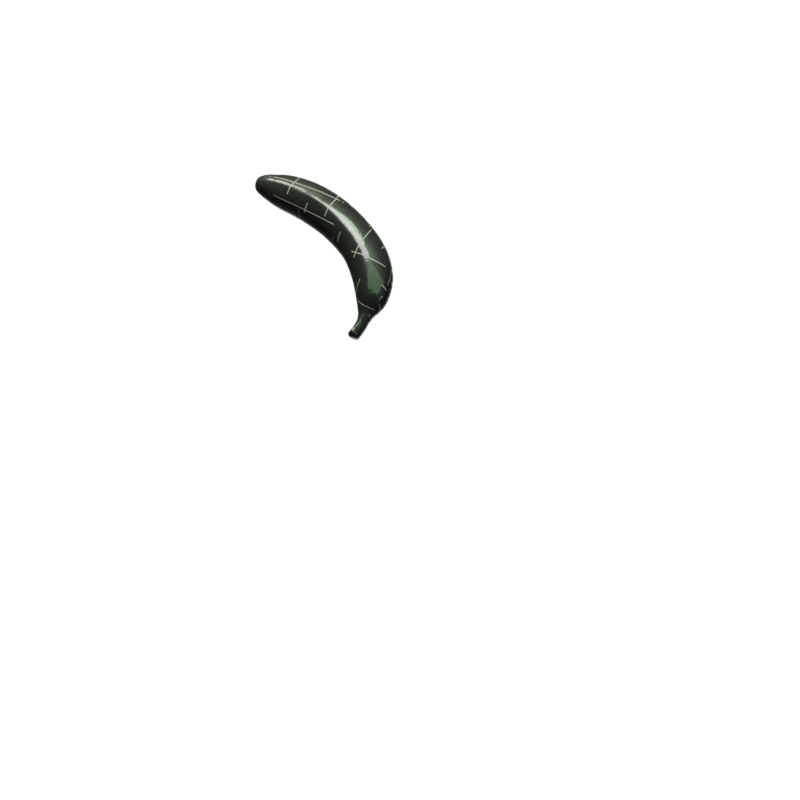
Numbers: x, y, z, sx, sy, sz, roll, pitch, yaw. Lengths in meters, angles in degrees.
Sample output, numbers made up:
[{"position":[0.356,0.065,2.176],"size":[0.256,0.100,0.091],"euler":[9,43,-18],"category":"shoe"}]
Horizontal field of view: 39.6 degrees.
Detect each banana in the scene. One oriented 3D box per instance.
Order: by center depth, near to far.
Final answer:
[{"position":[-0.059,-0.145,0.986],"size":[0.069,0.213,0.034],"euler":[-23,-34,-17],"category":"banana"}]
